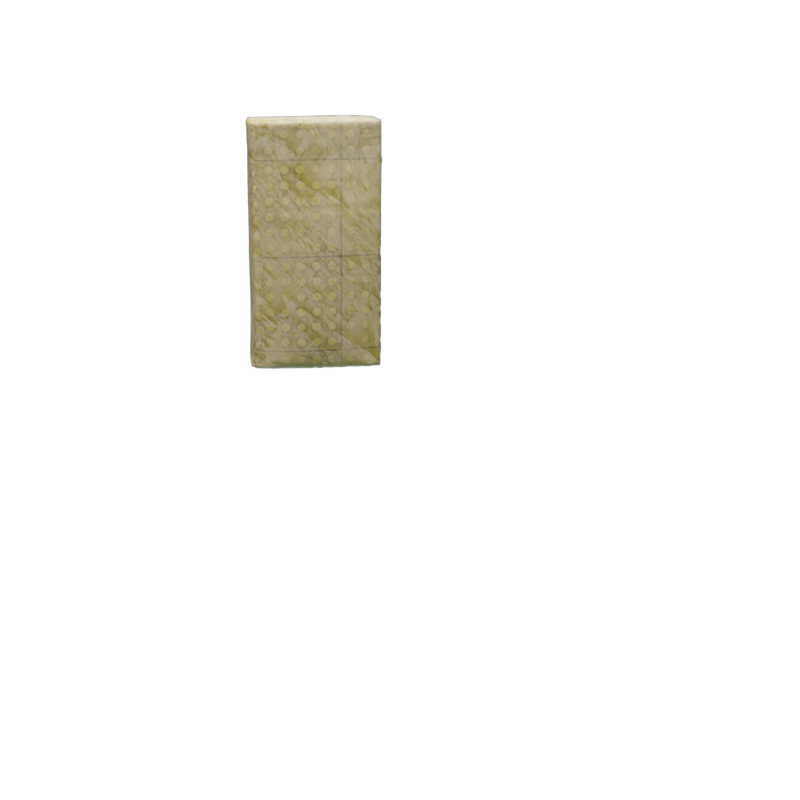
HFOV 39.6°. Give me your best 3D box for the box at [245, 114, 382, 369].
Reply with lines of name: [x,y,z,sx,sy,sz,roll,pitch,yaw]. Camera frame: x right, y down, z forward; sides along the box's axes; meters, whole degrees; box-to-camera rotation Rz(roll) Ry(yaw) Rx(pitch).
box: [-0.061,-0.112,0.782,0.092,0.172,0.050,-1,11,-8]
